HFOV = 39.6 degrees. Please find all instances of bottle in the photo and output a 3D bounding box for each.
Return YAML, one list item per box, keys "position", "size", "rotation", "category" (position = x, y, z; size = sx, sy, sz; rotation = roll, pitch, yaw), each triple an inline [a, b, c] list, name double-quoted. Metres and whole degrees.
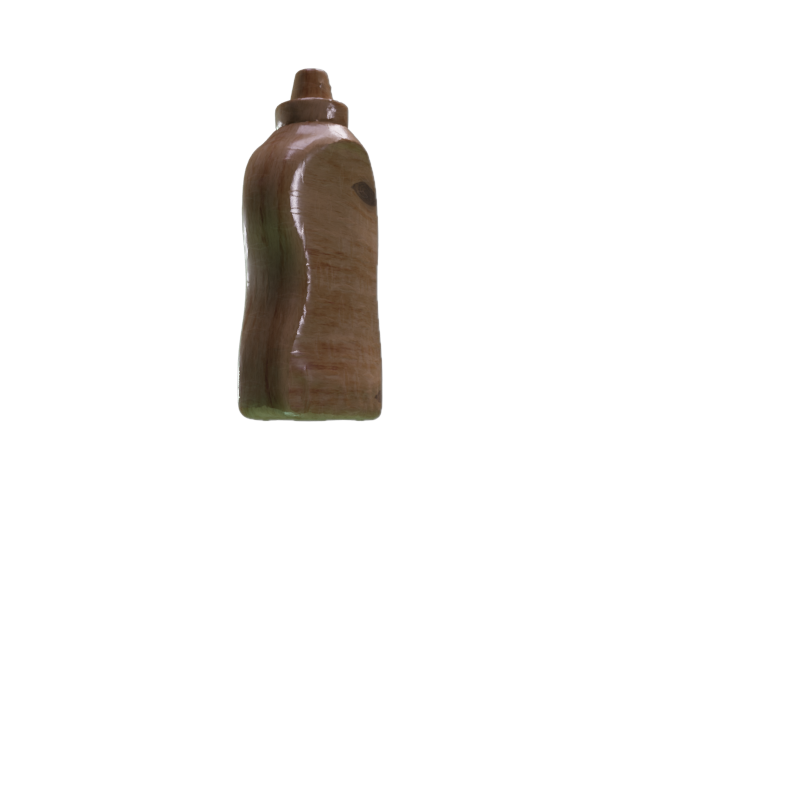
- position: [-0.047, -0.086, 0.601]
  size: [0.060, 0.196, 0.091]
  rotation: [-7, -10, 34]
  category: "bottle"
